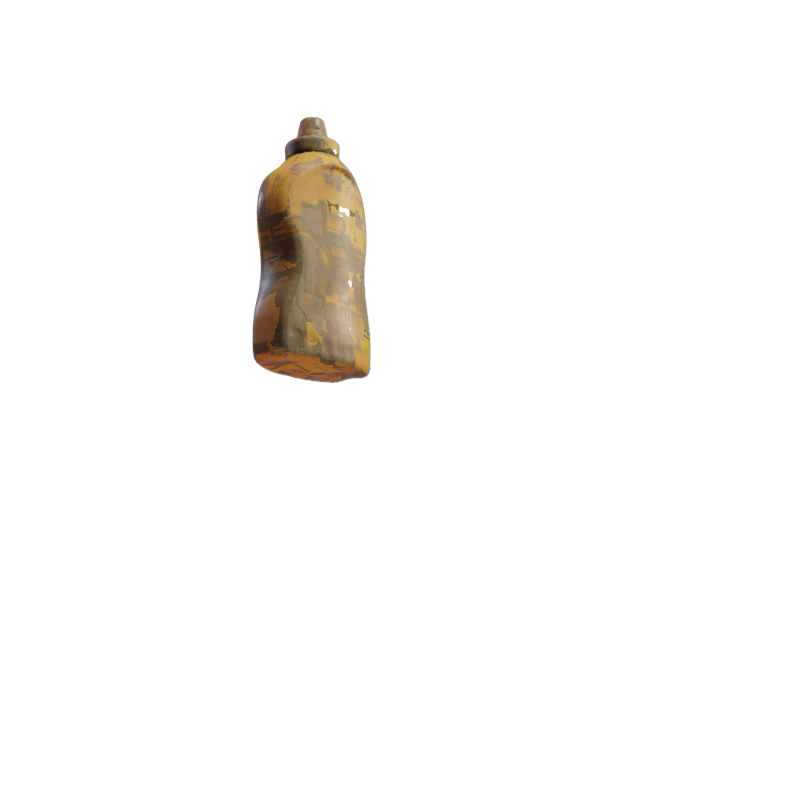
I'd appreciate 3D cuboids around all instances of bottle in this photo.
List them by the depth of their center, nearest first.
[{"bbox_3d":[-0.063,-0.114,0.799,0.059,0.200,0.090,-16,-22,38],"label":"bottle"}]
